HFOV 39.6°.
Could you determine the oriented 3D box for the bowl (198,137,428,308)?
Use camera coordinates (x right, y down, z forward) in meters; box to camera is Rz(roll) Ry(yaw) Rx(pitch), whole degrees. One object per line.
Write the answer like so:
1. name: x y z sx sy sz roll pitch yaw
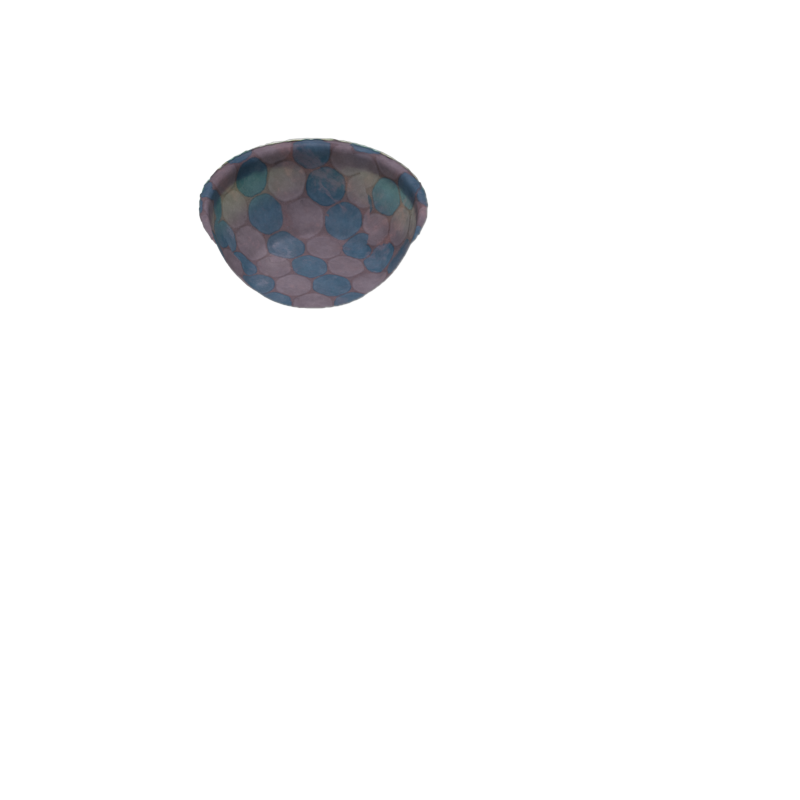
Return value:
1. bowl: -0.060 -0.110 0.768 0.162 0.059 0.152 1 -29 -2
